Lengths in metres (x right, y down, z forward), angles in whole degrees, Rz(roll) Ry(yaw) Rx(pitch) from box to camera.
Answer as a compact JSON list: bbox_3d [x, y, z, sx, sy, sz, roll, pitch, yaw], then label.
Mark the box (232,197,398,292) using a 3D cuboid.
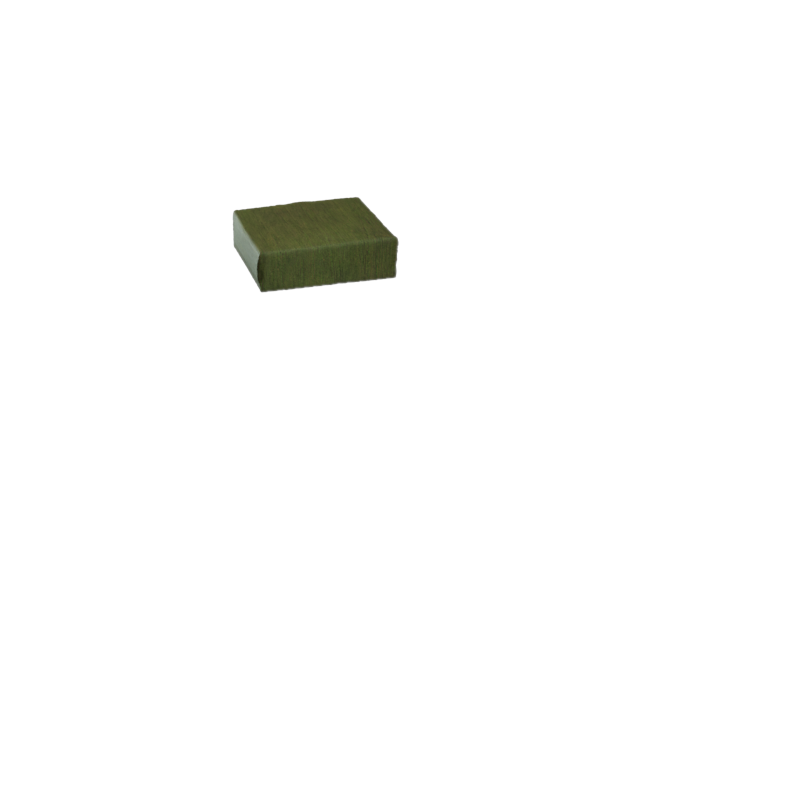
[{"bbox_3d":[-0.054,-0.100,0.697,0.088,0.028,0.078,-9,30,-16],"label":"box"}]
